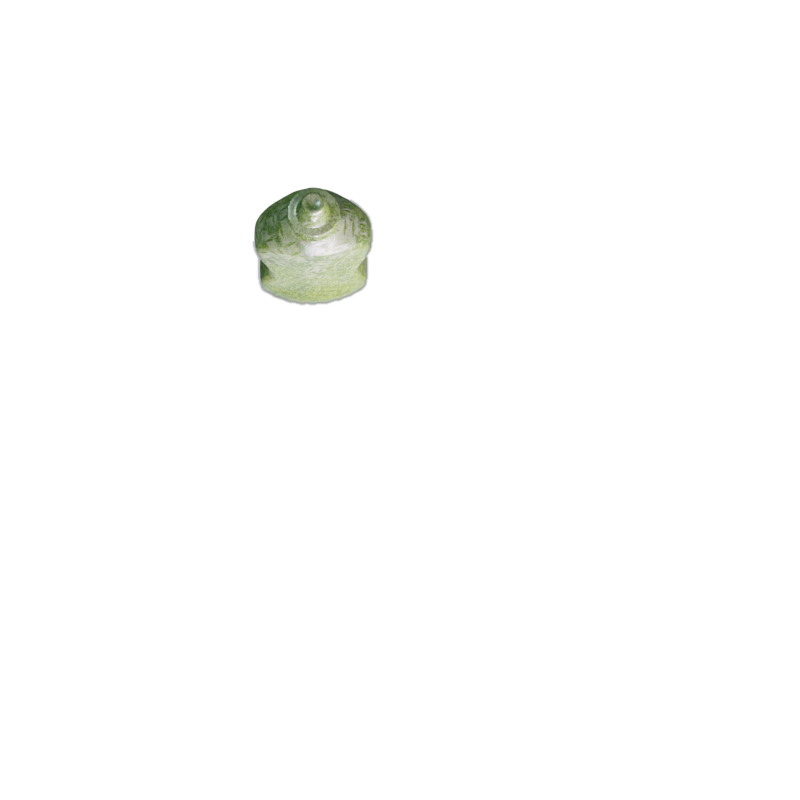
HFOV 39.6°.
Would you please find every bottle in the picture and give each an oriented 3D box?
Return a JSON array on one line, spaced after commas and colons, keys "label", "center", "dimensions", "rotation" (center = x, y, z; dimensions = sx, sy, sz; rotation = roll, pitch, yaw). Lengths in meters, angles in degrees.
[{"label": "bottle", "center": [-0.072, -0.131, 0.920], "dimensions": [0.096, 0.060, 0.185], "rotation": [1, -12, -3]}]
